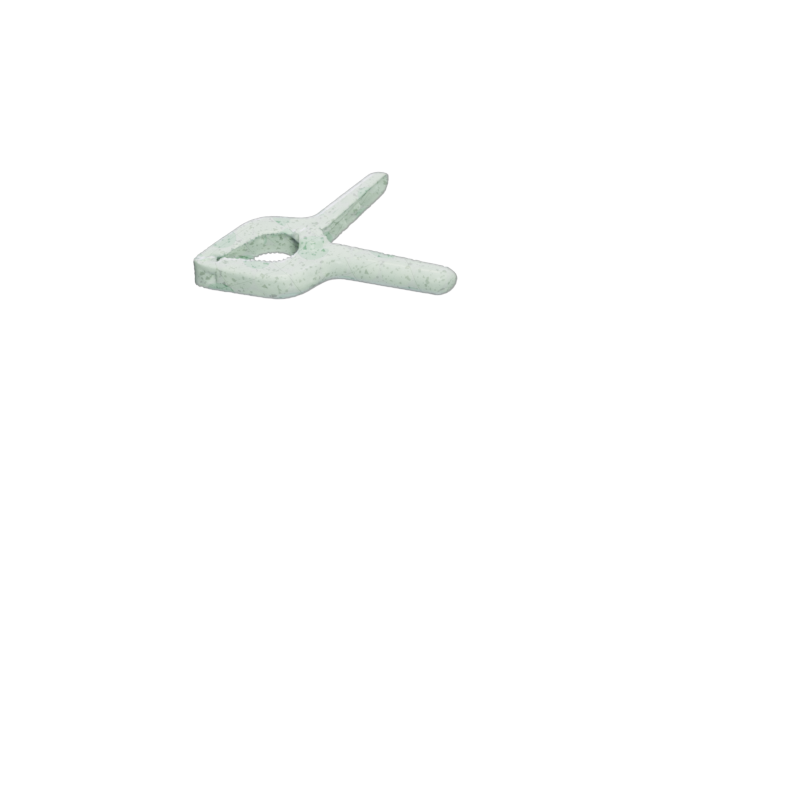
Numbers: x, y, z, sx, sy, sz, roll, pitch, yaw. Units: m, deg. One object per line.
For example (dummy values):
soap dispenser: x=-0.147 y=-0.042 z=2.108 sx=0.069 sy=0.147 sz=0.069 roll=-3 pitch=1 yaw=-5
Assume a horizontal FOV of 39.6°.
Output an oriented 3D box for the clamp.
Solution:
clamp: x=-0.074 y=-0.136 z=0.950 sx=0.208 sy=0.034 sz=0.178 roll=-9 pitch=42 yaw=-10
